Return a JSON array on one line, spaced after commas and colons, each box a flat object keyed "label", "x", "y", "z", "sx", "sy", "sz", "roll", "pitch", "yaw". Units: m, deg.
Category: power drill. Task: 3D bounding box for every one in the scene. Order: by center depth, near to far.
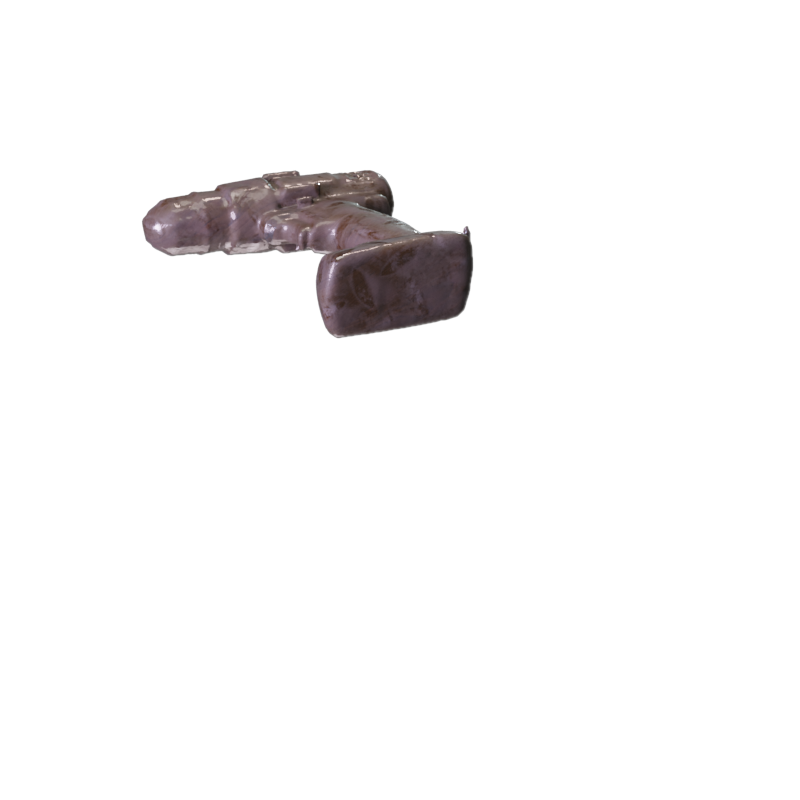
[{"label": "power drill", "x": -0.056, "y": -0.103, "z": 0.722, "sx": 0.181, "sy": 0.054, "sz": 0.201, "roll": -14, "pitch": 31, "yaw": -25}]
